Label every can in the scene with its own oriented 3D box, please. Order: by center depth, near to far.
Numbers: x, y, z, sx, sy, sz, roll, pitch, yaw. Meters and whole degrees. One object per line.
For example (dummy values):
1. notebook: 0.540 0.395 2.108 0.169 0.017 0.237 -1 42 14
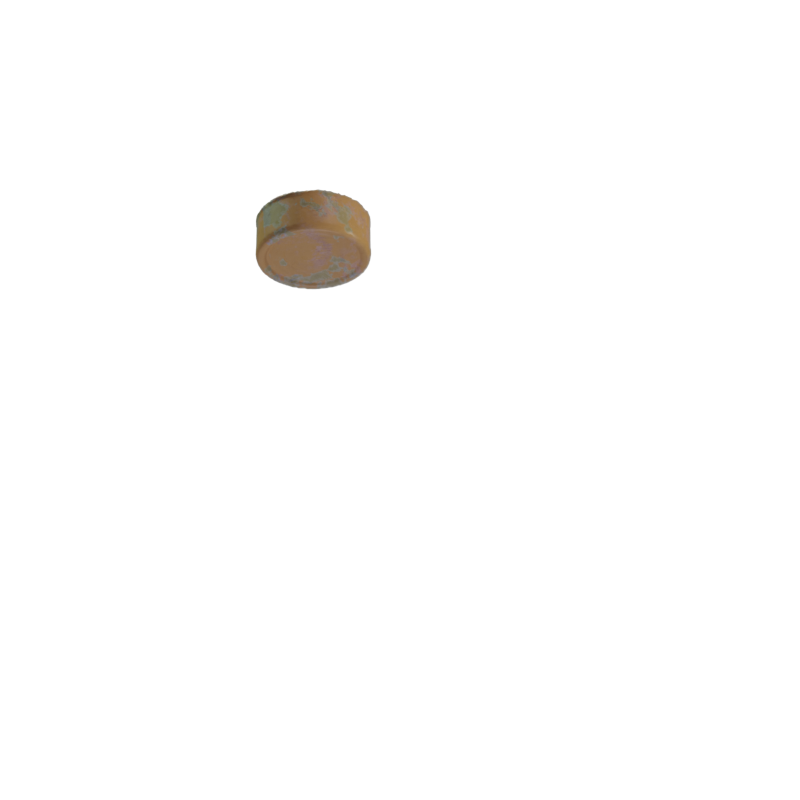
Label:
1. can: -0.064 -0.116 0.816 0.086 0.036 0.081 1 -28 -2
